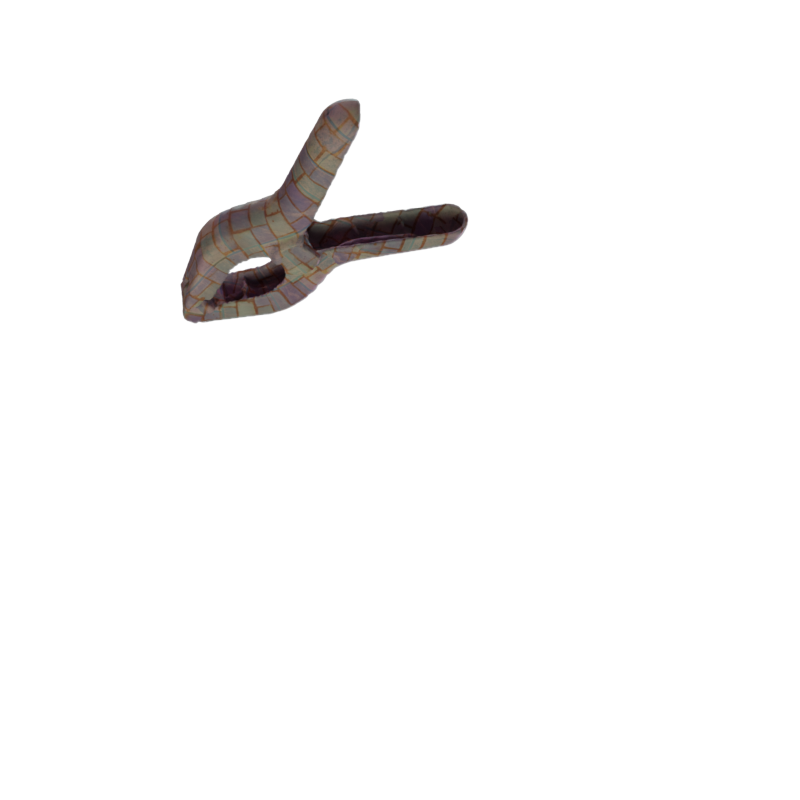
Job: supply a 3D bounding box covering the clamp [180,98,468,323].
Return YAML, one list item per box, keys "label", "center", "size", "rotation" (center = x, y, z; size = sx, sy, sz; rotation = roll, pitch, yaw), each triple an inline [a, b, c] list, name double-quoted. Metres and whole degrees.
- label: "clamp"
  center: [-0.049, -0.090, 0.632]
  size: [0.170, 0.042, 0.113]
  rotation: [-33, -52, 30]
